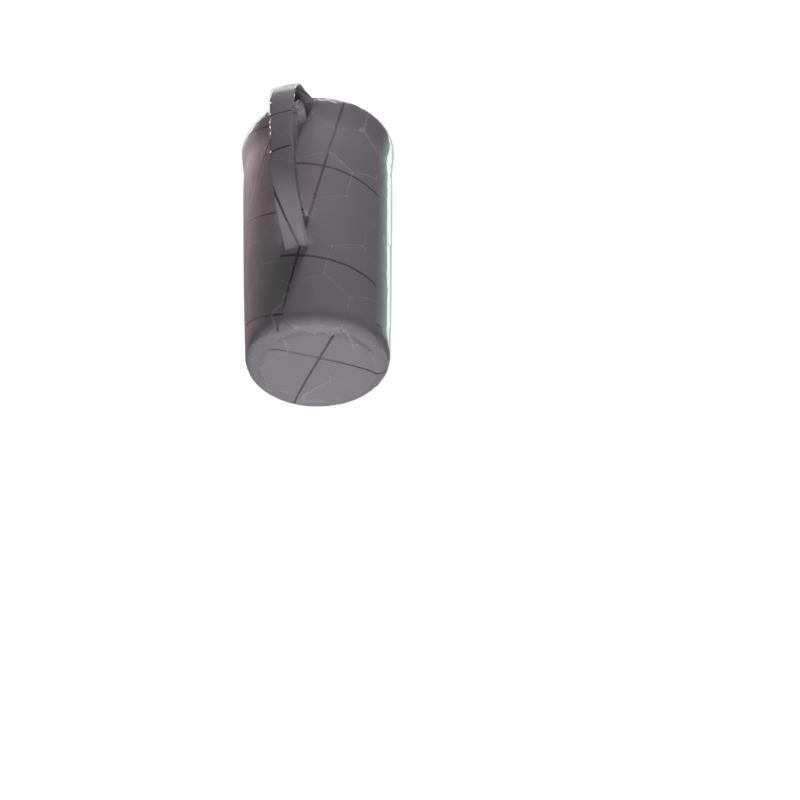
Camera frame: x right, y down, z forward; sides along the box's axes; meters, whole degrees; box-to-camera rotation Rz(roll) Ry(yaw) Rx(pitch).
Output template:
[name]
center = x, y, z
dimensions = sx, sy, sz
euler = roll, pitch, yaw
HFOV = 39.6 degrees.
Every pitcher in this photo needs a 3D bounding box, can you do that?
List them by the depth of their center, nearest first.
[pitcher]
center = -0.070, -0.127, 0.890
dimensions = 0.142, 0.261, 0.141
euler = 21, -46, -25
